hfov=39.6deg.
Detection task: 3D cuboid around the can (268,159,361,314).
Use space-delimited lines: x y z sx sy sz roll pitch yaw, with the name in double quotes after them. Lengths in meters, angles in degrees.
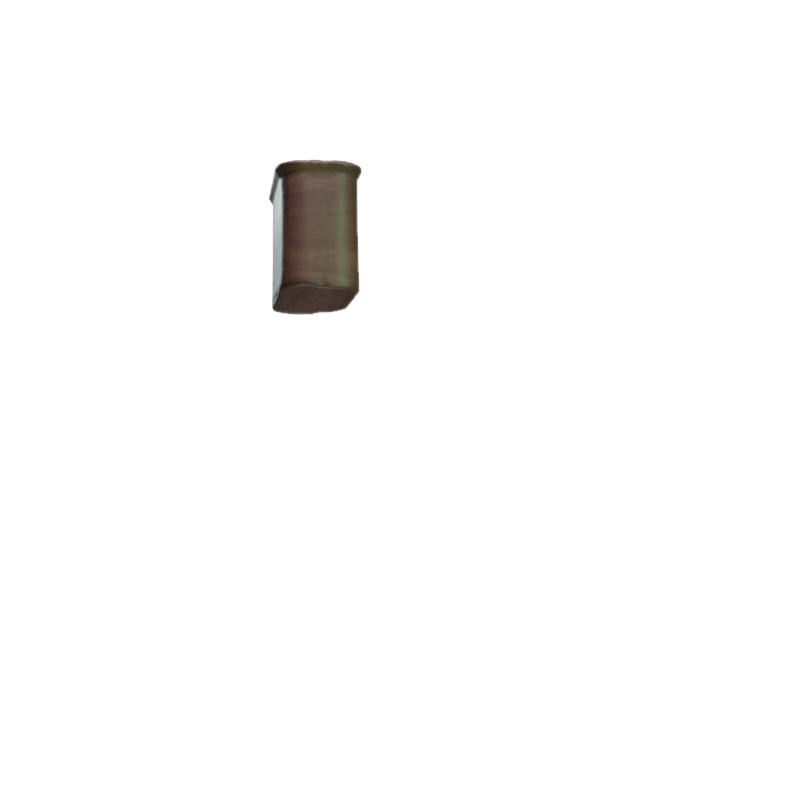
-0.058 -0.107 0.748 0.057 0.086 0.100 1 -9 -9 "can"
